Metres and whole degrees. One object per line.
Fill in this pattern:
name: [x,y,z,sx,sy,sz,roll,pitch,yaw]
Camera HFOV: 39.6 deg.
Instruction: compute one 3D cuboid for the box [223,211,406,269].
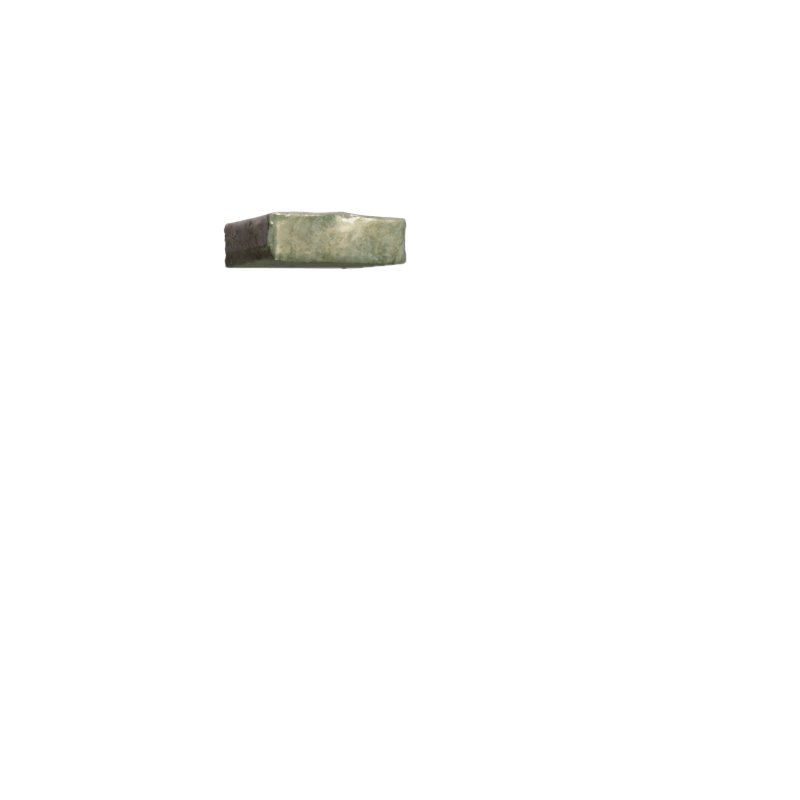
box: [-0.052,-0.095,0.663,0.086,0.030,0.075,-1,3,-27]
